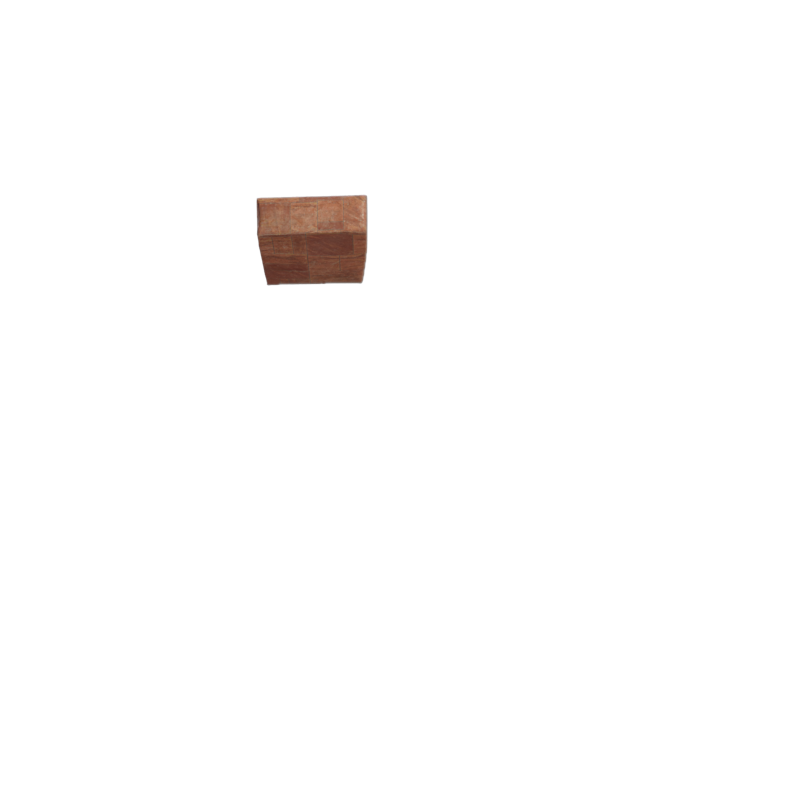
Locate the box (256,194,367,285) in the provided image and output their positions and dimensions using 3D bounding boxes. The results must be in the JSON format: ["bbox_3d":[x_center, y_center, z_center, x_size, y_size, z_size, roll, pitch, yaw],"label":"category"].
[{"bbox_3d":[-0.073,-0.133,0.933,0.090,0.041,0.108,0,-20,-1],"label":"box"}]
